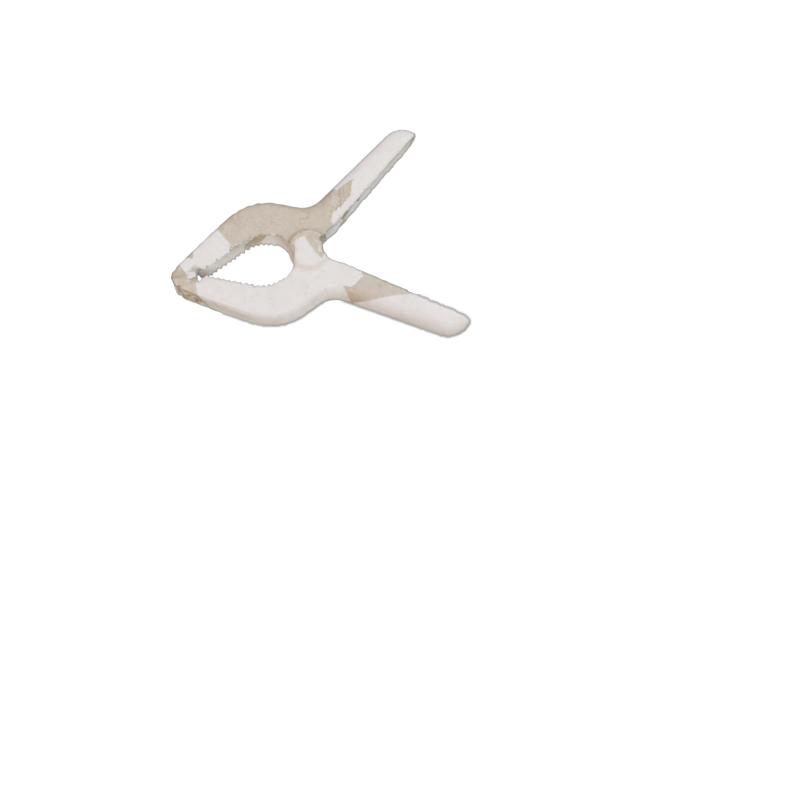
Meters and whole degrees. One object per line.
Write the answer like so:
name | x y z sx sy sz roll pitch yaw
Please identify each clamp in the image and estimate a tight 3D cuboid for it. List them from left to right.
clamp | -0.064 -0.117 0.817 0.209 0.173 0.035 -6 -21 -3
